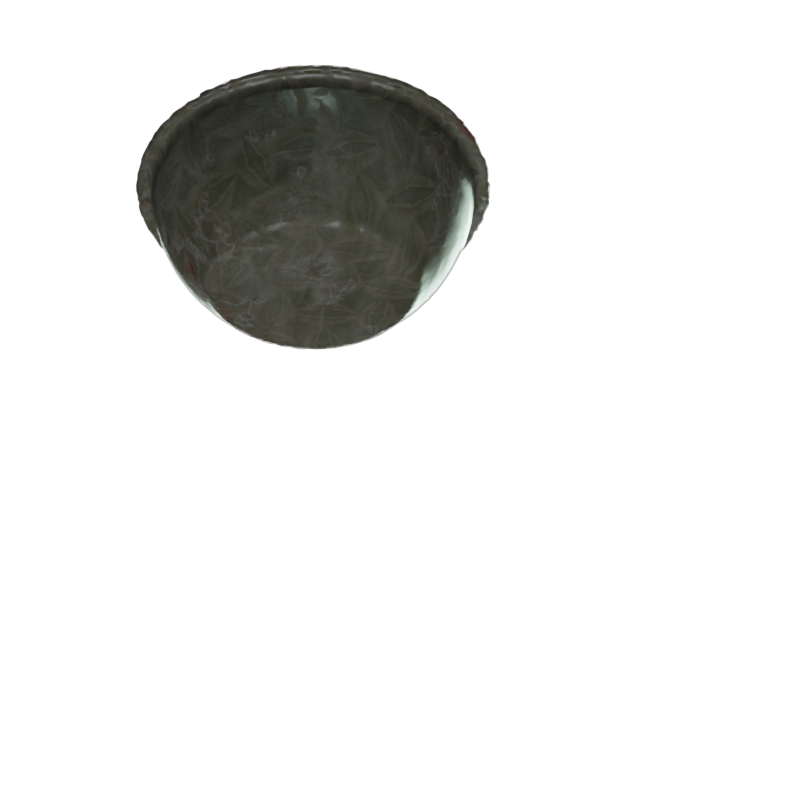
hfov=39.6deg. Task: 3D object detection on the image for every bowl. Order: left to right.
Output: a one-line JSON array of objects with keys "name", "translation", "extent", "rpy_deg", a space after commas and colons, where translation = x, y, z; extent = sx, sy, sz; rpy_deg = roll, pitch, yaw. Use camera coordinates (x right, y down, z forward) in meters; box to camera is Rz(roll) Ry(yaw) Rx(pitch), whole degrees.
[{"name": "bowl", "translation": [-0.039, -0.070, 0.494], "extent": [0.162, 0.059, 0.151], "rpy_deg": [1, -35, -2]}]
